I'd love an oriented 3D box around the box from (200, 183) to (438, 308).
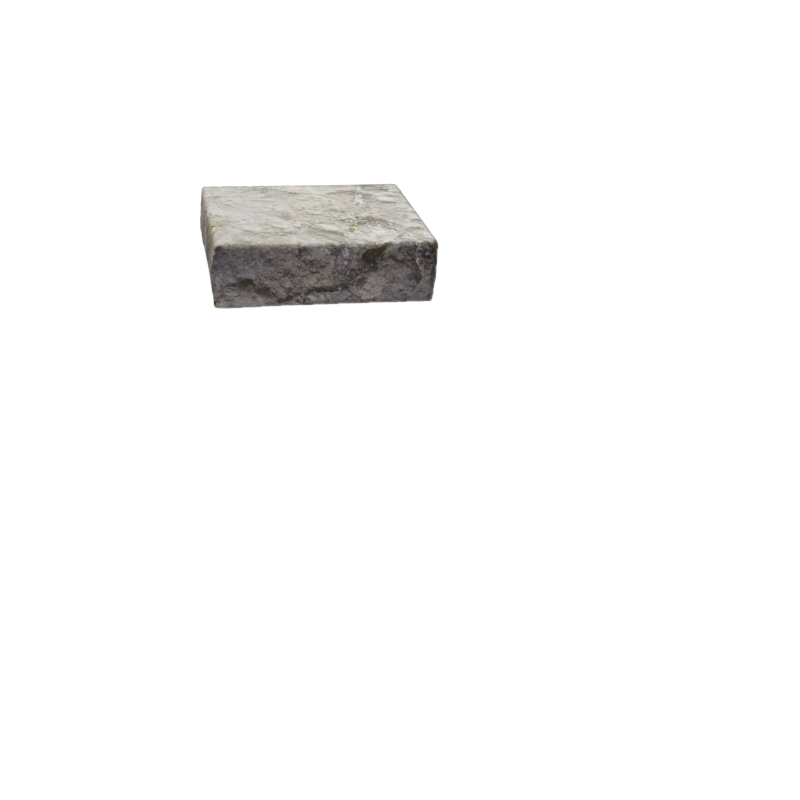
[{"bbox_3d":[-0.045,-0.083,0.578,0.112,0.037,0.096,-5,27,-10],"label":"box"}]
